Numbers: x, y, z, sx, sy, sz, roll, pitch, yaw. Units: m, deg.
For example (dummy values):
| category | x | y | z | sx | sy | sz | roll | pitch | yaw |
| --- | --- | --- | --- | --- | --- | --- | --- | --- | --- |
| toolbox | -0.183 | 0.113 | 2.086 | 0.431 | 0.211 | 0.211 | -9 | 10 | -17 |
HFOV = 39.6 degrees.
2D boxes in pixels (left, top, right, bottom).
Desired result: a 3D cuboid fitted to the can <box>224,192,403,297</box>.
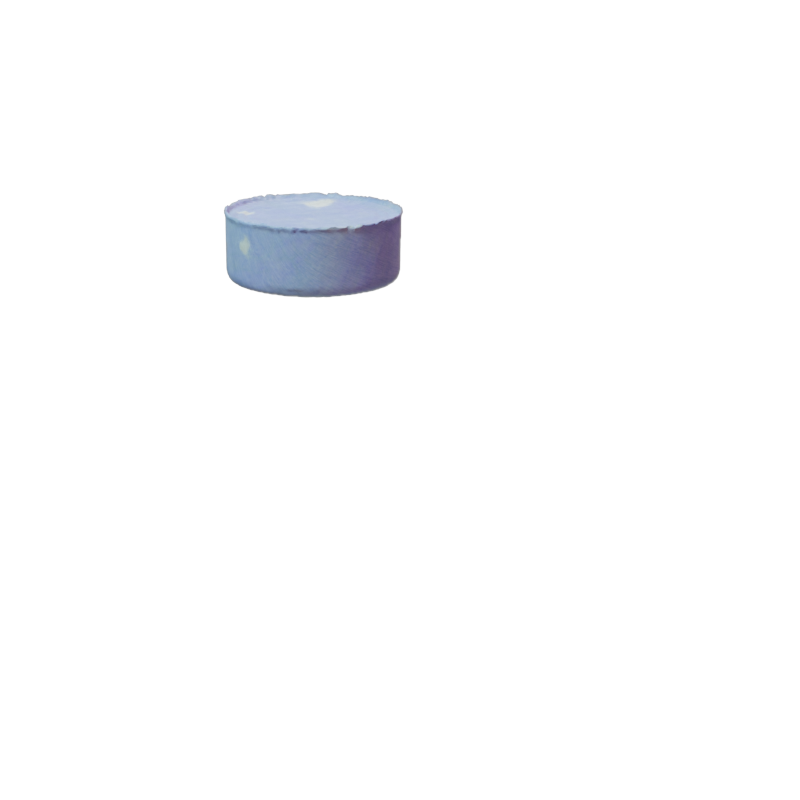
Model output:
| category | x | y | z | sx | sy | sz | roll | pitch | yaw |
| --- | --- | --- | --- | --- | --- | --- | --- | --- | --- |
| can | -0.042 | -0.076 | 0.535 | 0.086 | 0.032 | 0.089 | -1 | 20 | -2 |
